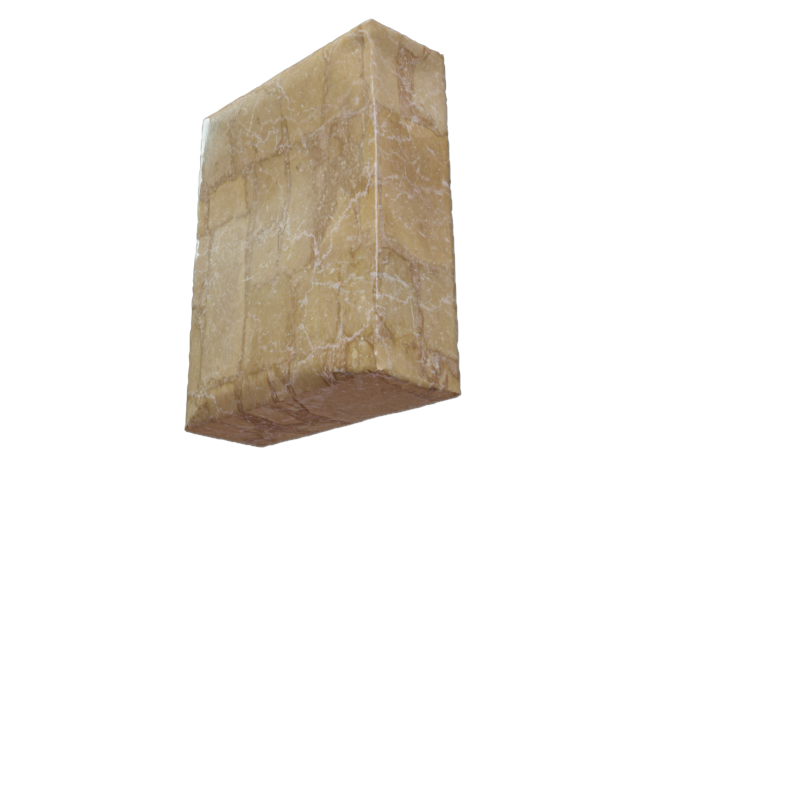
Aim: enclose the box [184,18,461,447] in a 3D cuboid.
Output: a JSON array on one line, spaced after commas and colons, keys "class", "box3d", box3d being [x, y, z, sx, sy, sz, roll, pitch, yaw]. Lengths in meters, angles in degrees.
[{"class": "box", "box3d": [-0.051, -0.094, 0.656, 0.166, 0.225, 0.068, -19, -27, 41]}]
